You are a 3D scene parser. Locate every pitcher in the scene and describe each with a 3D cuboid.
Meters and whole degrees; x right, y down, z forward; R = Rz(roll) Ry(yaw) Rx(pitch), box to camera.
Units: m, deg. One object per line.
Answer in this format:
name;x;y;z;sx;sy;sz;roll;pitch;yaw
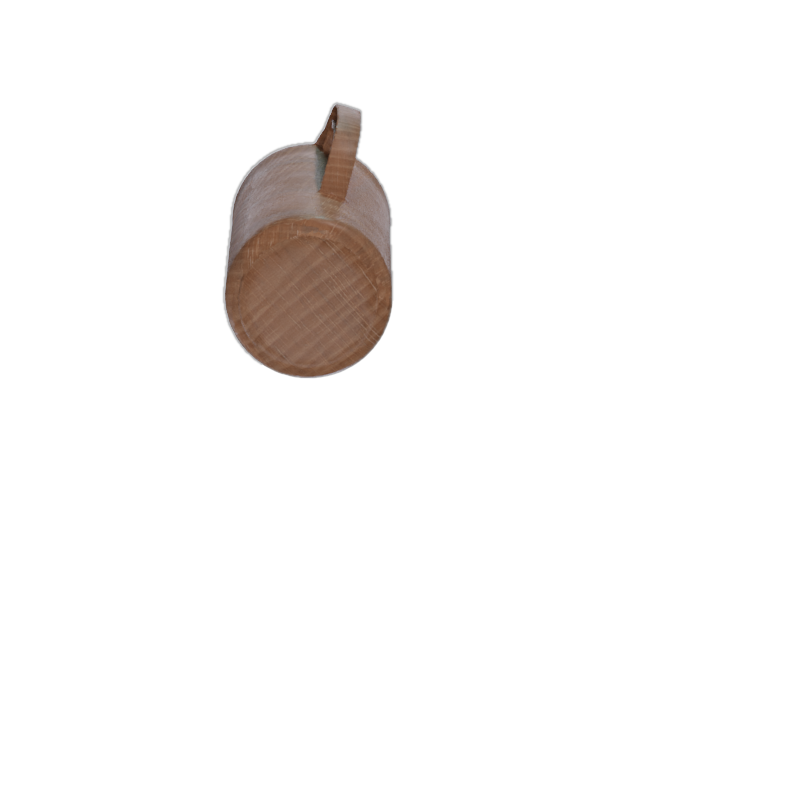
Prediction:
pitcher;-0.064;-0.116;0.812;0.145;0.143;0.253;-26;18;6
